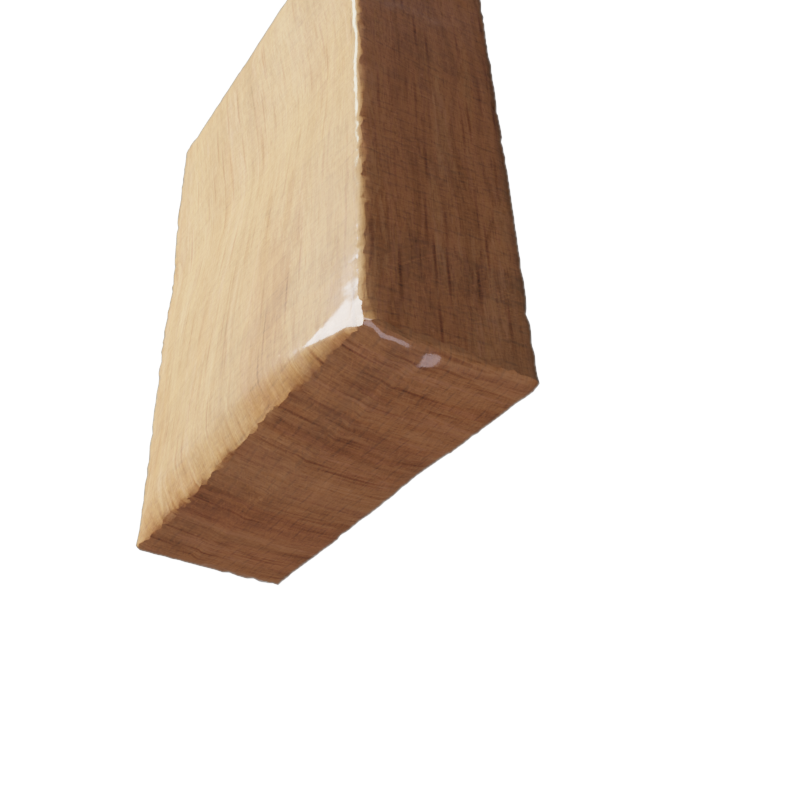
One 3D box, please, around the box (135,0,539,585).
[{"bbox_3d":[-0.034,-0.063,0.440,0.068,0.229,0.160,20,-43,-27],"label":"box"}]
